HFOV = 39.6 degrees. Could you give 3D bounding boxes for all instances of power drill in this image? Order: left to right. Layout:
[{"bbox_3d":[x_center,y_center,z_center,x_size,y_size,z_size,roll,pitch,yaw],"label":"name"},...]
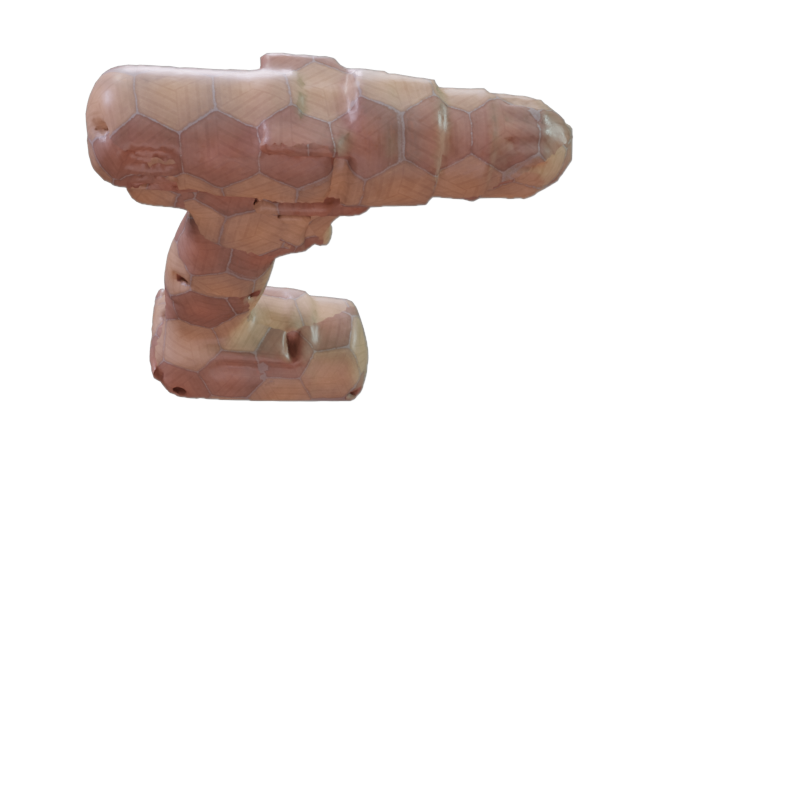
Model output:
[{"bbox_3d":[-0.037,-0.068,0.474,0.183,0.061,0.177,4,-34,-7],"label":"power drill"}]
